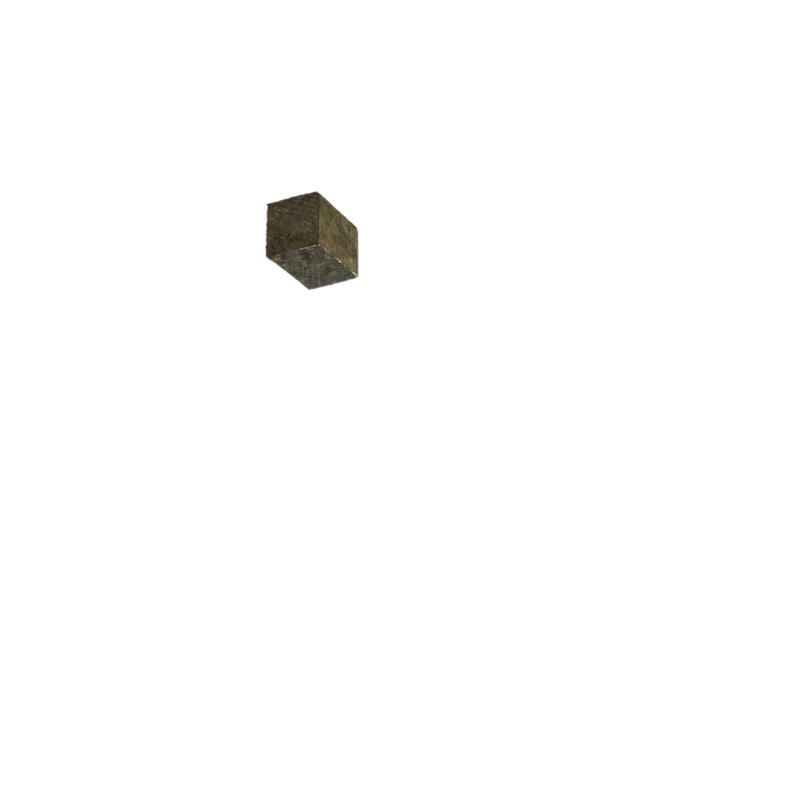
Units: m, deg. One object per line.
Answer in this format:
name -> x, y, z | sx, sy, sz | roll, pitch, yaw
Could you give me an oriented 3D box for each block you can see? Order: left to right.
block -> -0.075, -0.137, 0.960 | 0.054, 0.054, 0.072 | -12, -25, 23
